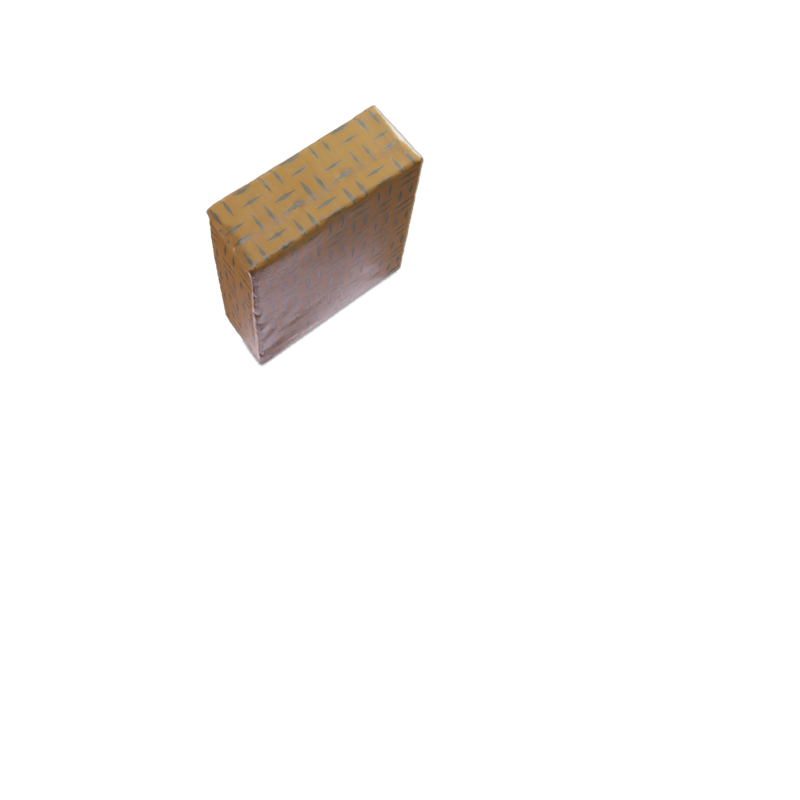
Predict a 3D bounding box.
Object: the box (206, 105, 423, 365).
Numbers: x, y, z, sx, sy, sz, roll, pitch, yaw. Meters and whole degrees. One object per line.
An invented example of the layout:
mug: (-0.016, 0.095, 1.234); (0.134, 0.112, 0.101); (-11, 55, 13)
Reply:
box: (-0.073, -0.133, 0.930); (0.165, 0.075, 0.204); (-36, -13, -15)
